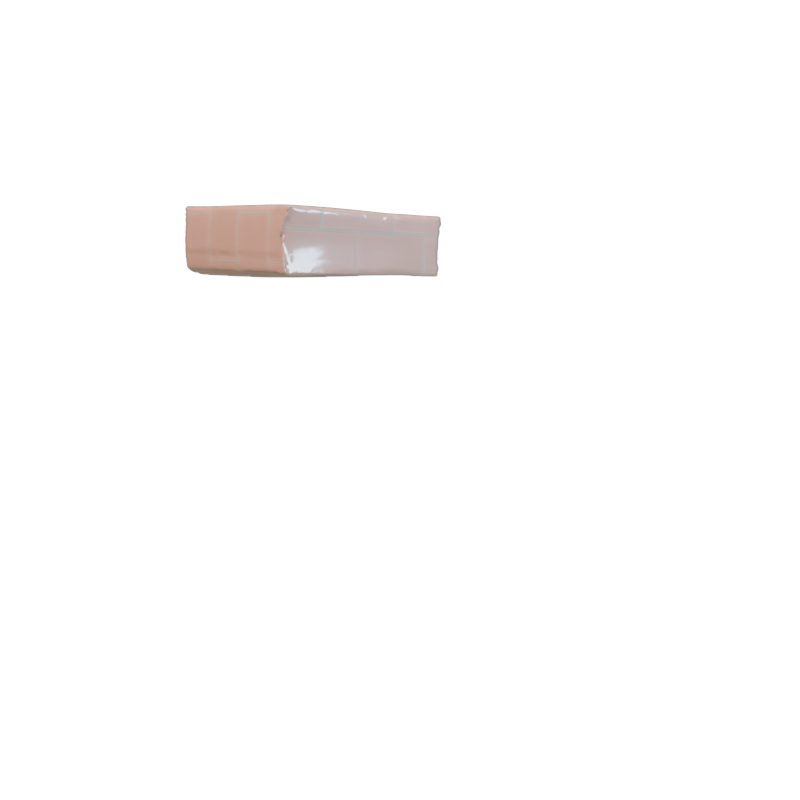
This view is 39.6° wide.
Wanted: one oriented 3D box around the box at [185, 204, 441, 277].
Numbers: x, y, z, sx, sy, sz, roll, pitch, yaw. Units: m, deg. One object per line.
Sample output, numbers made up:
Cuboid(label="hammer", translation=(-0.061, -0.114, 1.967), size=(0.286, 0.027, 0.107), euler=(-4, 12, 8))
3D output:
Cuboid(label="box", translation=(-0.048, -0.087, 0.607), size=(0.109, 0.039, 0.094), euler=(-6, 9, -43))
